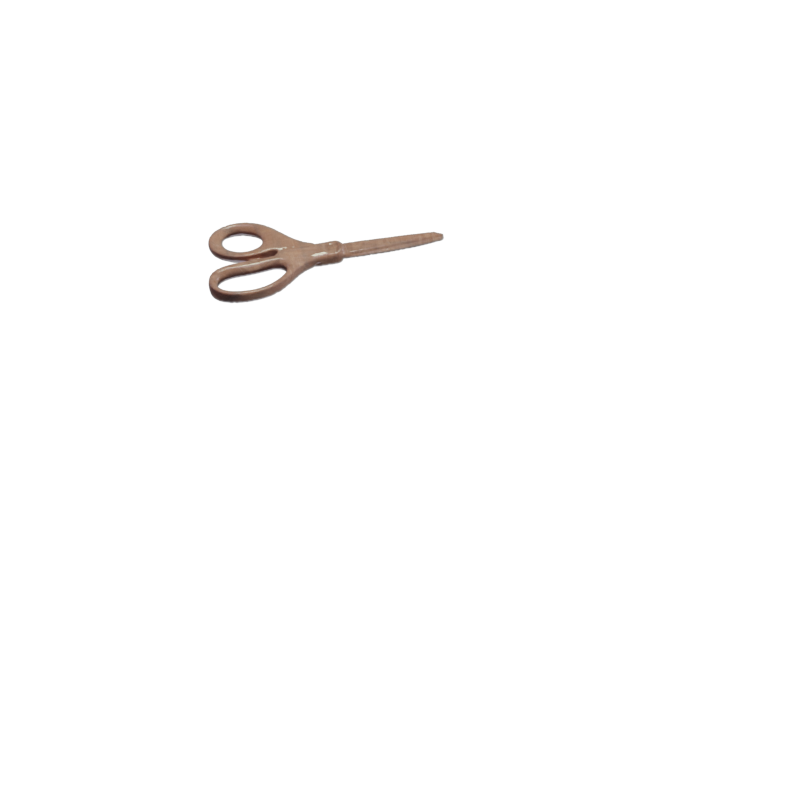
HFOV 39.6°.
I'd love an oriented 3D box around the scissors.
[{"bbox_3d":[-0.073,-0.134,0.935,0.200,0.015,0.104,-22,50,-20],"label":"scissors"}]
